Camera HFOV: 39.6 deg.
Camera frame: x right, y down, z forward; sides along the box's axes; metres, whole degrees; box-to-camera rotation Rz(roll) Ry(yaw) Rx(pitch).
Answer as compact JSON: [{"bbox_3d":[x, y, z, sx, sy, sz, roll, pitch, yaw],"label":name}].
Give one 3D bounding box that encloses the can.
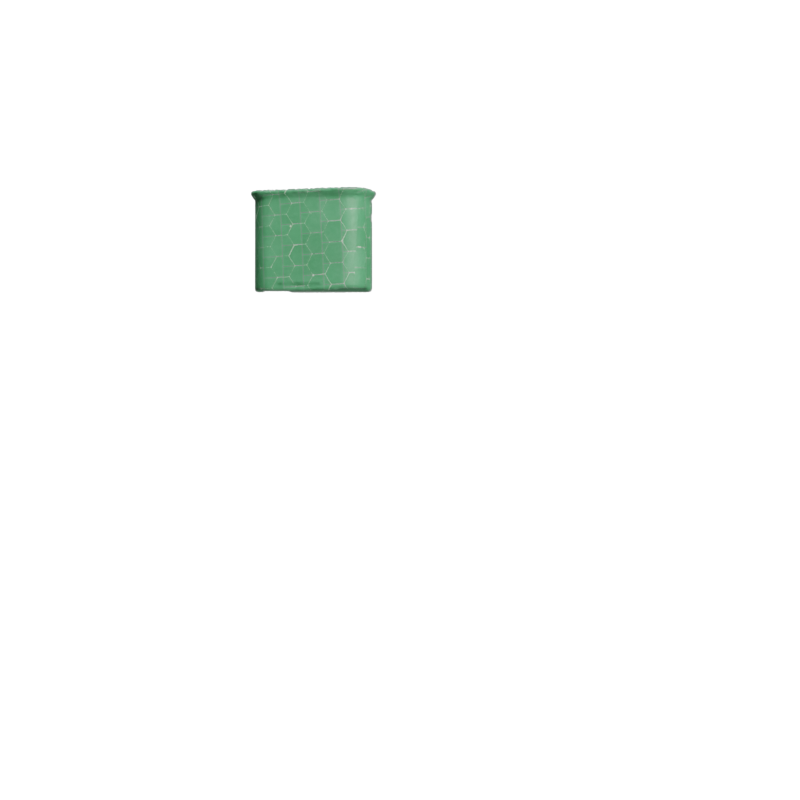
[{"bbox_3d":[-0.072,-0.132,0.925,0.104,0.085,0.056,0,-2,17],"label":"can"}]
